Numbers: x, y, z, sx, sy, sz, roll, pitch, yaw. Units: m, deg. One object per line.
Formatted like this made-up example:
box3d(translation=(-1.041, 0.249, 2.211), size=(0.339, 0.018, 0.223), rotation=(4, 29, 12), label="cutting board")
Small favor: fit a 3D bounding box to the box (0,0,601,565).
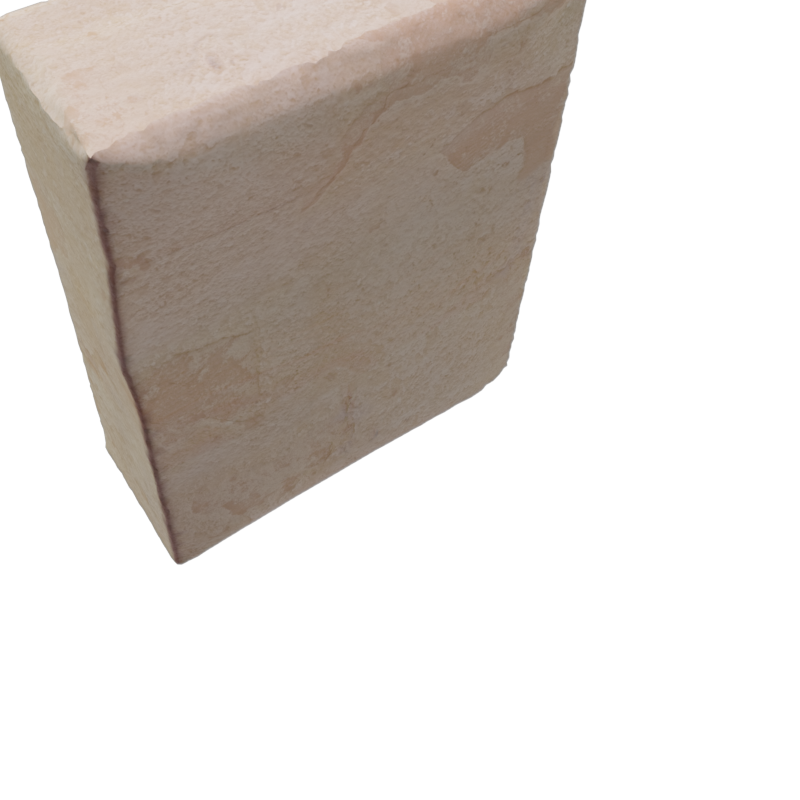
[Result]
box3d(translation=(-0.030, -0.054, 0.377), size=(0.164, 0.077, 0.200), rotation=(-29, -29, -22), label="box")
